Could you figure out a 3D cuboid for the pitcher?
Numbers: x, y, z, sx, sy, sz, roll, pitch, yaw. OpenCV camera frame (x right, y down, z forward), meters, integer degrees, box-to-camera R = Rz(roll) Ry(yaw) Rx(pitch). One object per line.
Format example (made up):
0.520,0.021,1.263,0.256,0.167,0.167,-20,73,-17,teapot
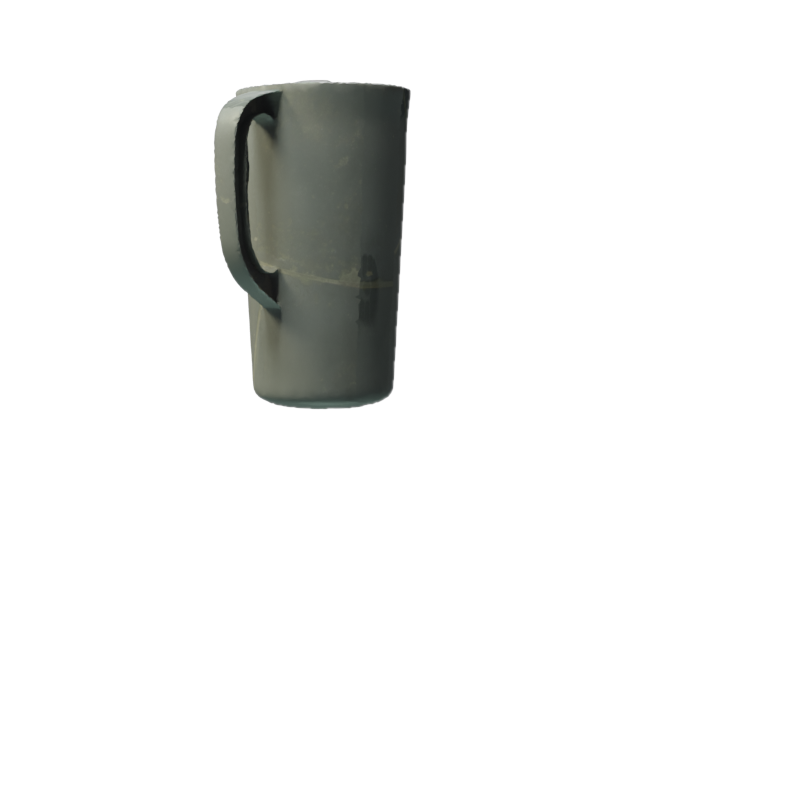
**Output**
-0.066,-0.120,0.840,0.148,0.242,0.147,0,3,-7,pitcher
